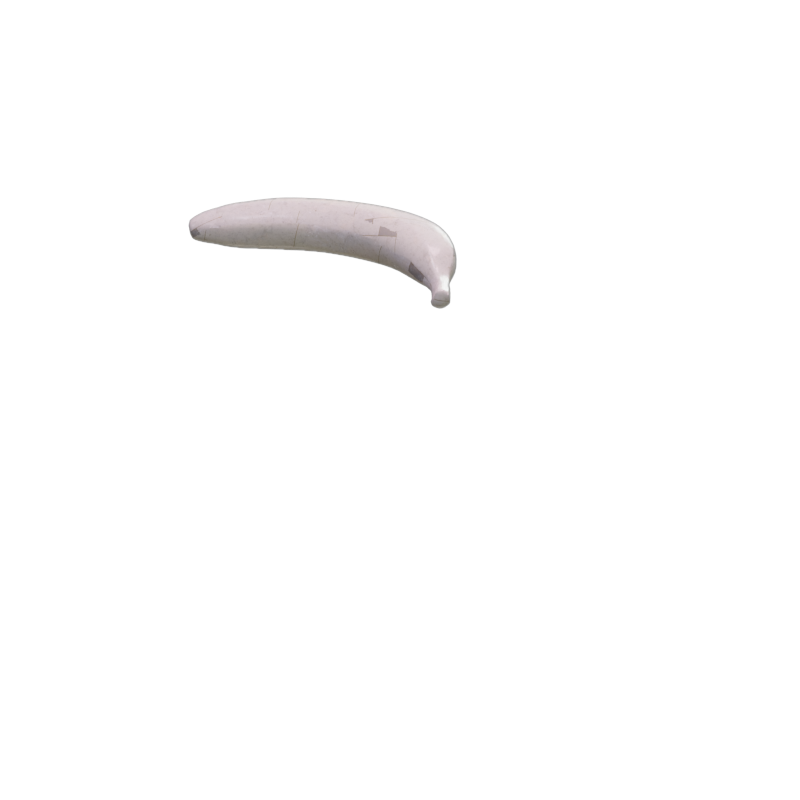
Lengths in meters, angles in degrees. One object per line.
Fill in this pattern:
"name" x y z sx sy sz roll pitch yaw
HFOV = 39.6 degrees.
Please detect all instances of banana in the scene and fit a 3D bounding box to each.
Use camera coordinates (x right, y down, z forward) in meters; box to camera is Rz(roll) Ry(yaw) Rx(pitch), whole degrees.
"banana" -0.041 -0.104 0.699 0.208 0.035 0.069 17 29 32
